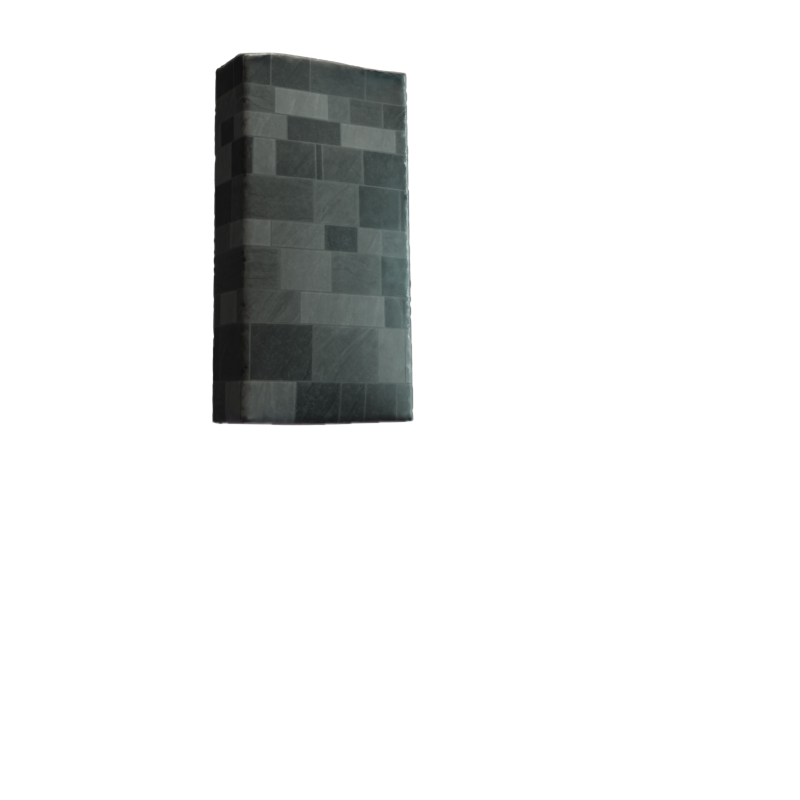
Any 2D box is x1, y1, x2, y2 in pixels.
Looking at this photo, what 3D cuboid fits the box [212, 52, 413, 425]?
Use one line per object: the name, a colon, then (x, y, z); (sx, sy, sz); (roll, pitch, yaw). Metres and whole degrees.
box: (-0.043, -0.078, 0.544); (0.090, 0.179, 0.049); (2, -6, -28)
